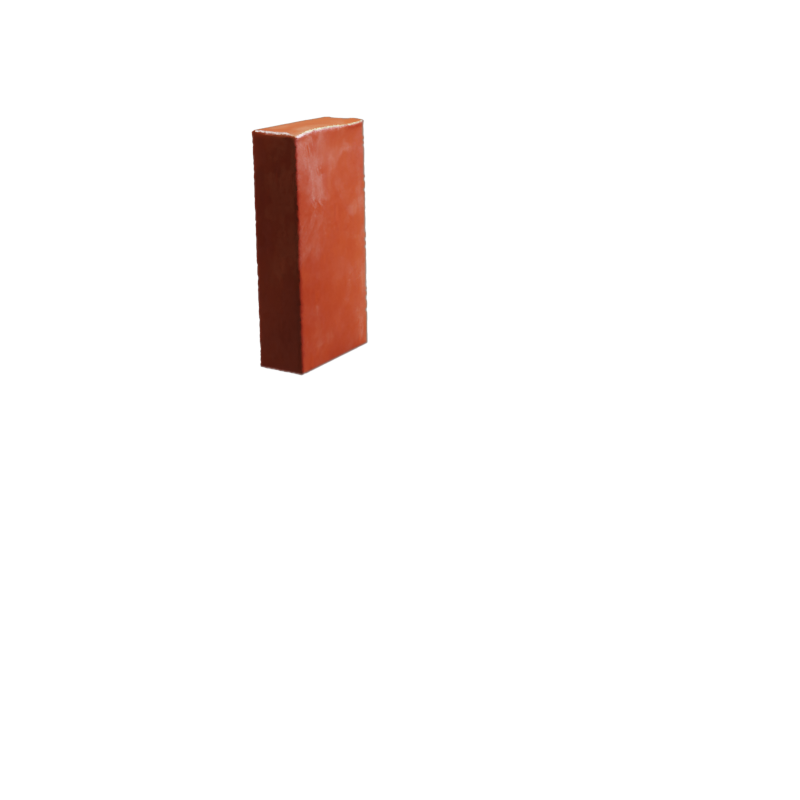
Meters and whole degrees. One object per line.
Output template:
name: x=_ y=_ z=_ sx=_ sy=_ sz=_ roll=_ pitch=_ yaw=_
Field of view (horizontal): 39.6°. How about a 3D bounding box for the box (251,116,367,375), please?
box: x=-0.064 y=-0.117 z=0.821 sx=0.050 sy=0.170 sz=0.093 roll=10 pitch=19 yaw=30
